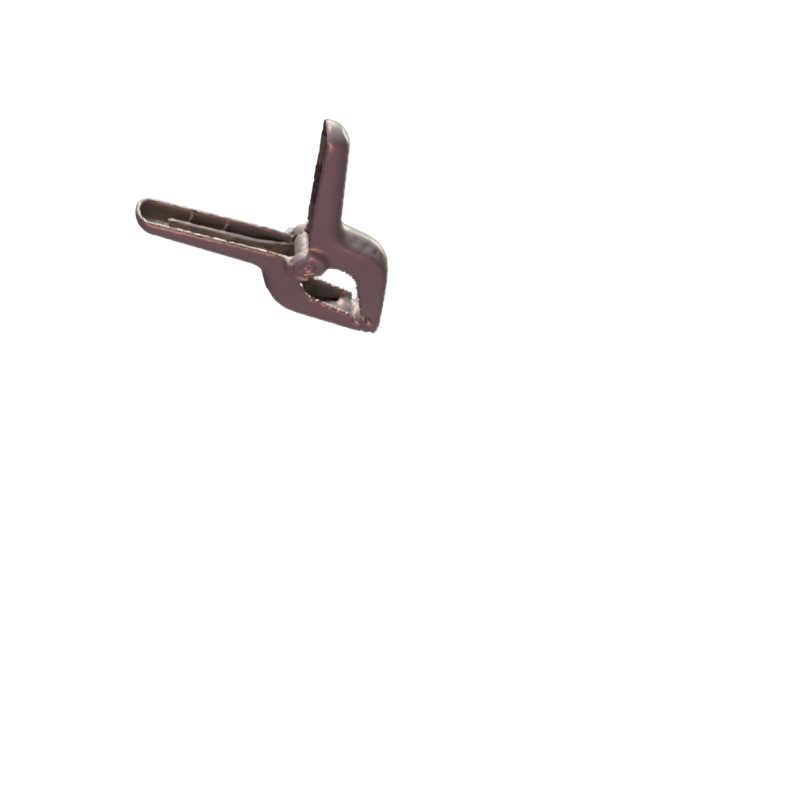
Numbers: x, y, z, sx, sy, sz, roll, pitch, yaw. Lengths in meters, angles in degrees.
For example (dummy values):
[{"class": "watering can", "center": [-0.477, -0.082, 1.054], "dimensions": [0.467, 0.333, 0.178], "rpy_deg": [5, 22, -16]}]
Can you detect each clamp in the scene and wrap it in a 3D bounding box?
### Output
[{"class": "clamp", "center": [-0.063, -0.114, 0.799], "dimensions": [0.165, 0.039, 0.195], "rpy_deg": [-22, -40, 29]}]
